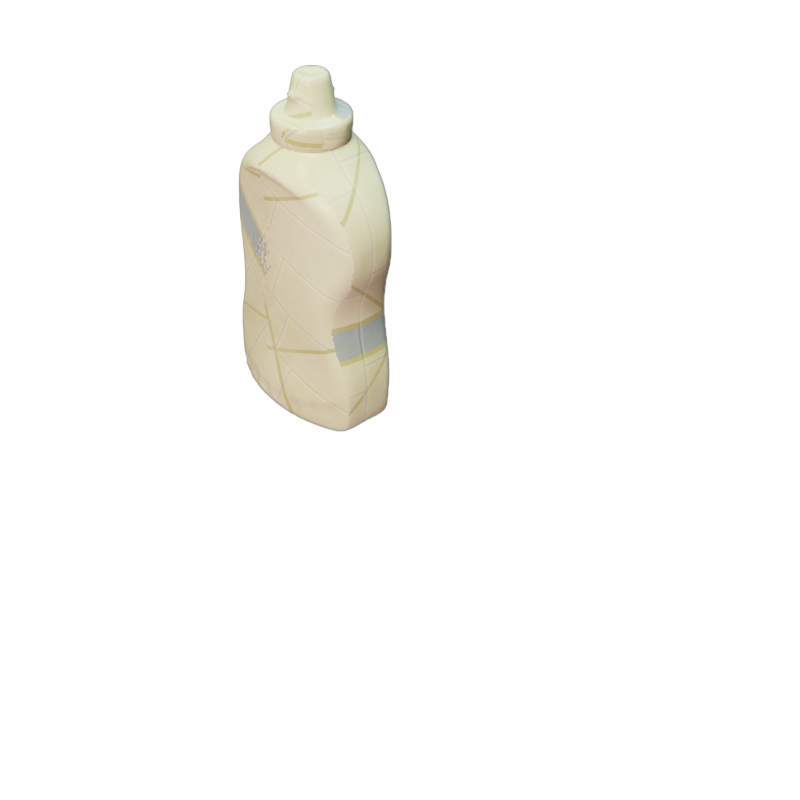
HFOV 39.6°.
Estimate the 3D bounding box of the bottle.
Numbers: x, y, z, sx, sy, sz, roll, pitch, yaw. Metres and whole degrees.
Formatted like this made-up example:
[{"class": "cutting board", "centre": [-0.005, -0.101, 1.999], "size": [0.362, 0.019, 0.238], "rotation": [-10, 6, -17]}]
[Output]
[{"class": "bottle", "centre": [-0.046, -0.082, 0.577], "size": [0.058, 0.180, 0.103], "rotation": [-22, 42, -32]}]
